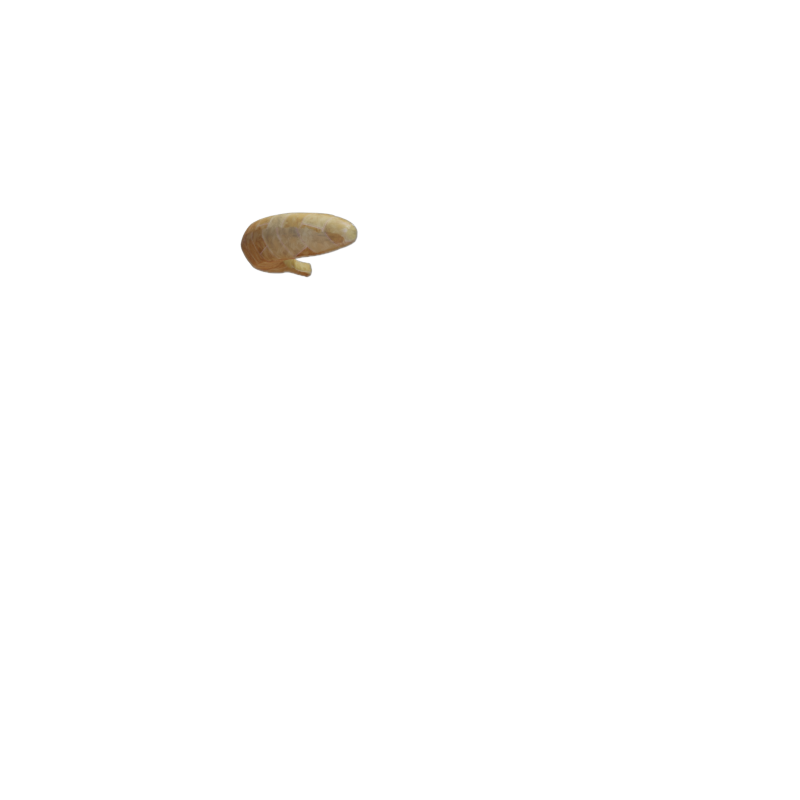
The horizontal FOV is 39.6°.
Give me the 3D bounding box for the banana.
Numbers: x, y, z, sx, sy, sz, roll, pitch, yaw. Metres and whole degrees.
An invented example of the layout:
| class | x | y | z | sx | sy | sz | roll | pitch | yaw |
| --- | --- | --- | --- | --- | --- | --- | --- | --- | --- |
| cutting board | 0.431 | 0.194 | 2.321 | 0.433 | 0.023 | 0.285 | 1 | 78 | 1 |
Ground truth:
| class | x | y | z | sx | sy | sz | roll | pitch | yaw |
| --- | --- | --- | --- | --- | --- | --- | --- | --- | --- |
| banana | -0.086 | -0.122 | 0.856 | 0.068 | 0.037 | 0.199 | 0 | 1 | -14 |
